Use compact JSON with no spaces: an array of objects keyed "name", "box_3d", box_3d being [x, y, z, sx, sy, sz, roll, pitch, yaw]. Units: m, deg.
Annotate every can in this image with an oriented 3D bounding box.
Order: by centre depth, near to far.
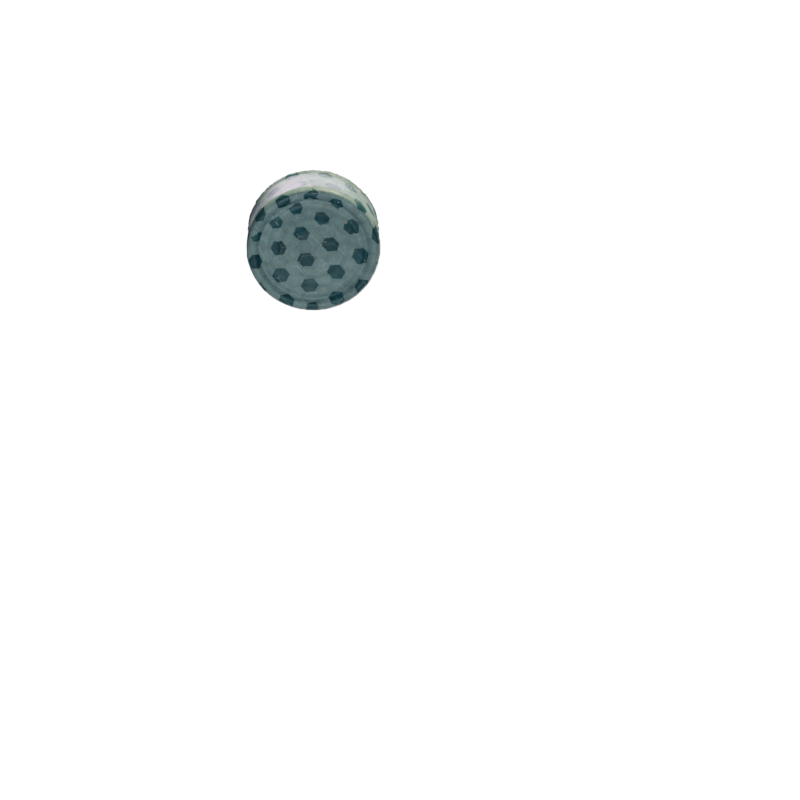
[{"name":"can","box_3d":[-0.055,-0.101,0.709,0.086,0.081,0.035,1,25,-1]}]
